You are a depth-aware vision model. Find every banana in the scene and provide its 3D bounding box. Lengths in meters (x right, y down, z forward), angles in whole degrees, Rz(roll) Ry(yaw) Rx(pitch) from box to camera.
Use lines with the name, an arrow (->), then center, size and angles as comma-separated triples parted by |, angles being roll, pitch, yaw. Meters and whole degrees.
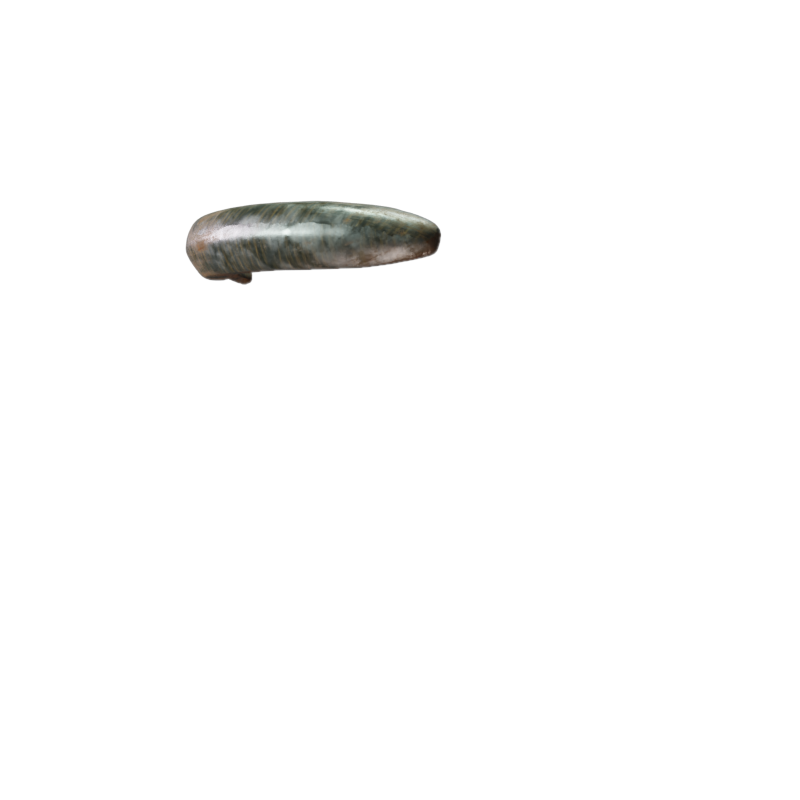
banana -> -0.064, -0.085, 0.588 | 0.067, 0.037, 0.204 | -1, 3, -35
